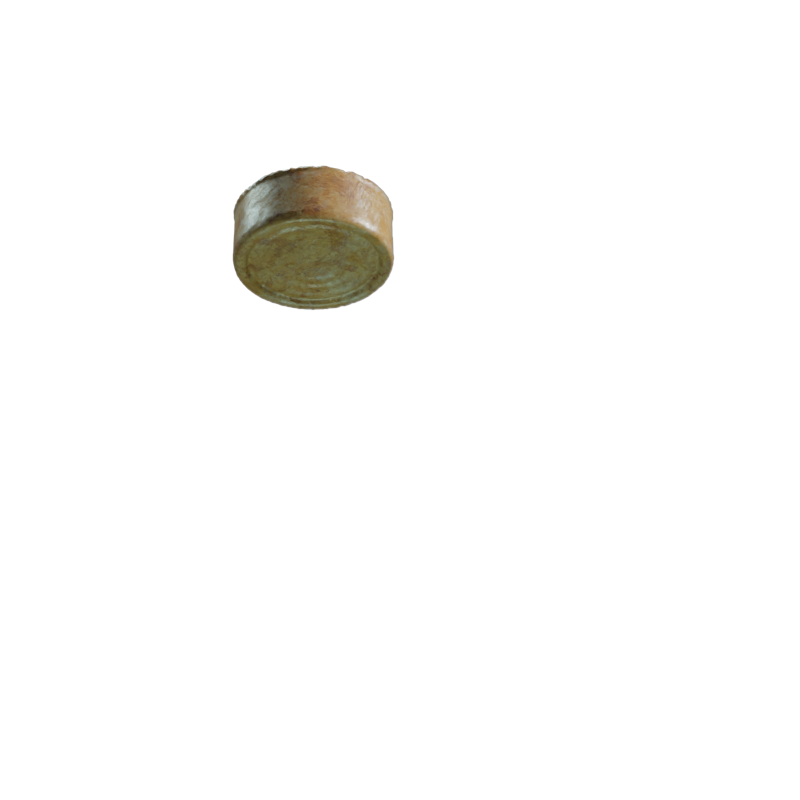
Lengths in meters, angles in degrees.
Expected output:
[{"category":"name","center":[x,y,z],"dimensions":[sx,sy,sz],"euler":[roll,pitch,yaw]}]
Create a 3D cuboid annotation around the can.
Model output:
[{"category":"can","center":[-0.046,-0.084,0.586],"dimensions":[0.086,0.036,0.080],"euler":[1,-32,-2]}]
